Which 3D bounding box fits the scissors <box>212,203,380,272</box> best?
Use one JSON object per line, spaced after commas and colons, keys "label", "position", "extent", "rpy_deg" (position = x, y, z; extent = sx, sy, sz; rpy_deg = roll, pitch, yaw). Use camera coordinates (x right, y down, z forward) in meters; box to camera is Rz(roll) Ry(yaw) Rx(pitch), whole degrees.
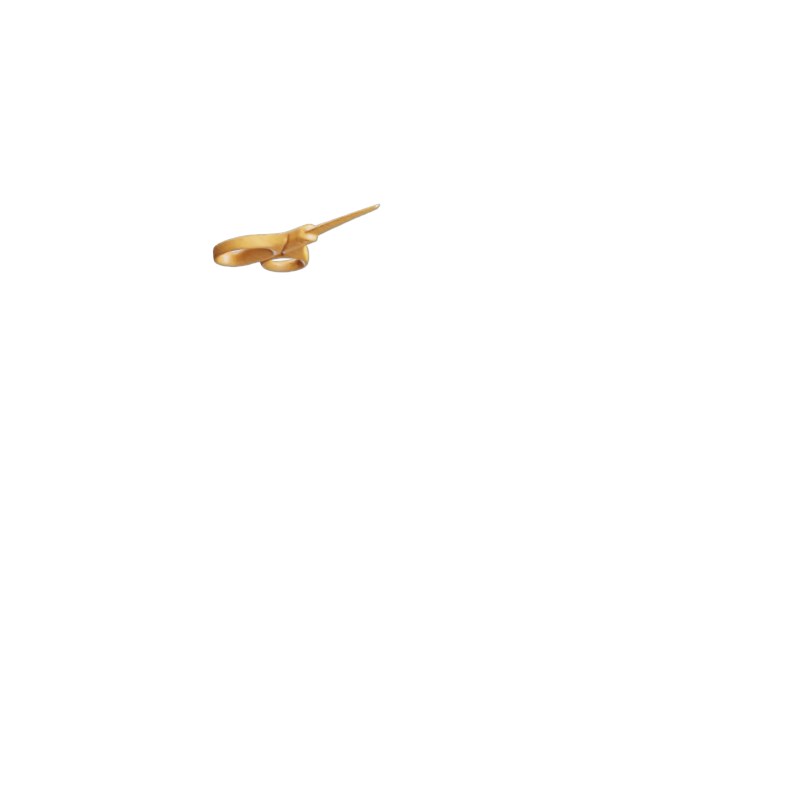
{"label": "scissors", "position": [-0.076, -0.139, 0.976], "extent": [0.207, 0.016, 0.091], "rpy_deg": [-7, -12, 35]}
